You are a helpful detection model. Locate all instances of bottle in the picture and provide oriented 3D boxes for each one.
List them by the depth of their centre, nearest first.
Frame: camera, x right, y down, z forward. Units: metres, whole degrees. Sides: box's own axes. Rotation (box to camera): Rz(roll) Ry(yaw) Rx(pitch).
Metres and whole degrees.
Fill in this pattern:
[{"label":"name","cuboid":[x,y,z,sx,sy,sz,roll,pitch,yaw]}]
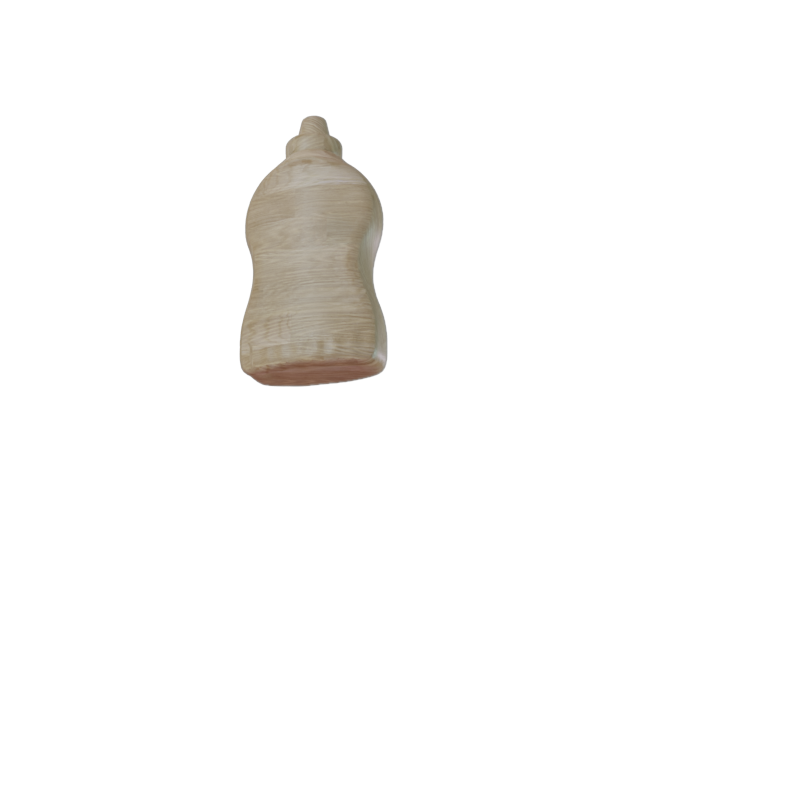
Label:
[{"label":"bottle","cuboid":[-0.060,-0.109,0.765,0.098,0.202,0.054,-8,-23,18]}]
